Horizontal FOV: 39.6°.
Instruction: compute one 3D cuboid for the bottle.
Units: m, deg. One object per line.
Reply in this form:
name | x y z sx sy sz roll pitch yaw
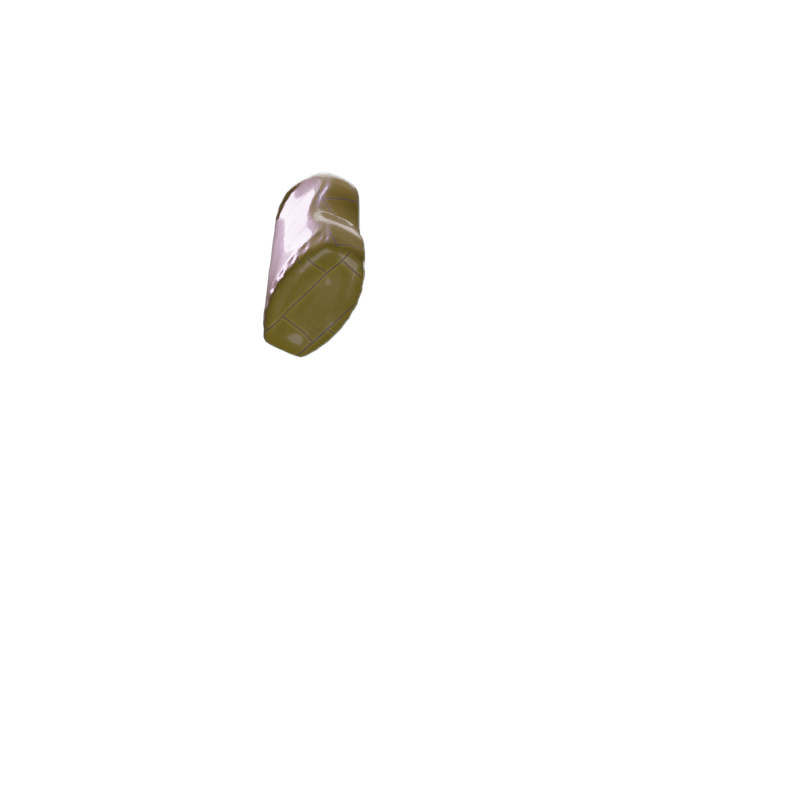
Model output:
bottle | -0.066 -0.121 0.847 0.056 0.093 0.204 23 28 -18
